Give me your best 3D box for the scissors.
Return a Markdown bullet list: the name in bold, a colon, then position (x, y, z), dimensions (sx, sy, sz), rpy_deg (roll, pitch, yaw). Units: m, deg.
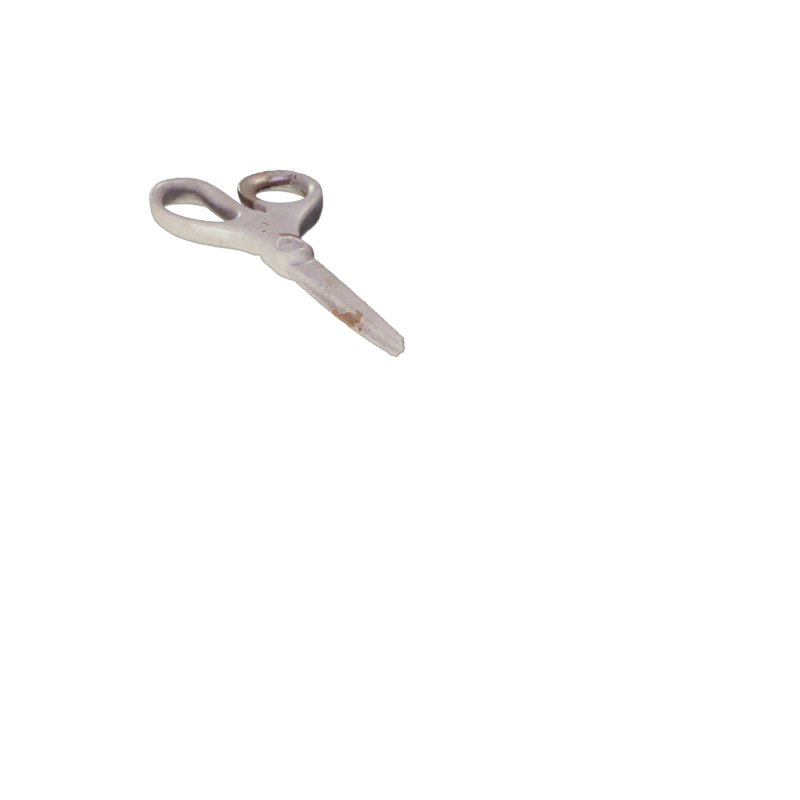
- **scissors**: position (-0.041, -0.074, 0.520), dimensions (0.095, 0.015, 0.215), rpy_deg (-25, 39, -36)
